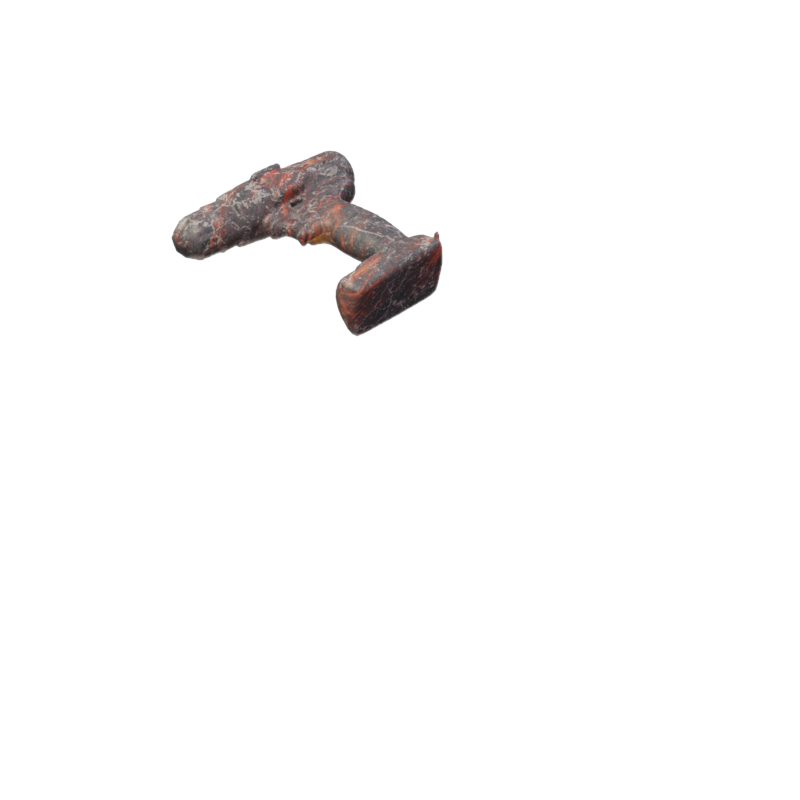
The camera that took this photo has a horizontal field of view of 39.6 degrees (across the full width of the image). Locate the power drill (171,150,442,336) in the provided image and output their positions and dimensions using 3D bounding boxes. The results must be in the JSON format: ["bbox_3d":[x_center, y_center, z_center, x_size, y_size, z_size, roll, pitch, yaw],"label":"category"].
[{"bbox_3d":[-0.073,-0.133,0.930,0.184,0.053,0.201,-31,52,-28],"label":"power drill"}]
